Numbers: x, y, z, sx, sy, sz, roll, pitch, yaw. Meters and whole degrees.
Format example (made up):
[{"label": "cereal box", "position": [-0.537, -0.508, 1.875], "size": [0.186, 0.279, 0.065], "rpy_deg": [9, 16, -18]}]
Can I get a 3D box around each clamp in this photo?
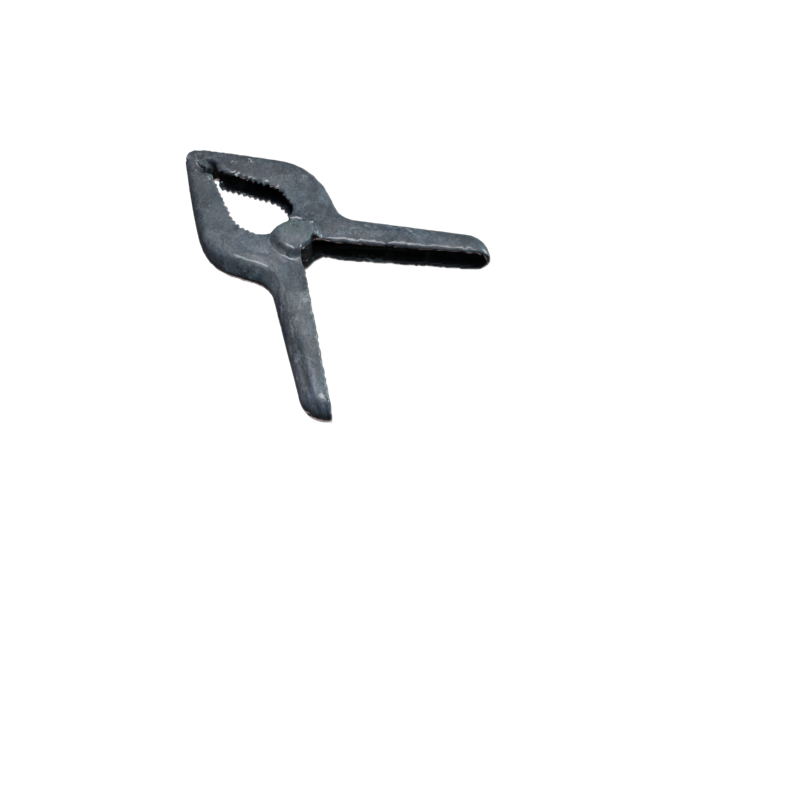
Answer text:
[{"label": "clamp", "position": [-0.057, -0.105, 0.734], "size": [0.165, 0.223, 0.034], "rpy_deg": [-36, -25, -20]}]
